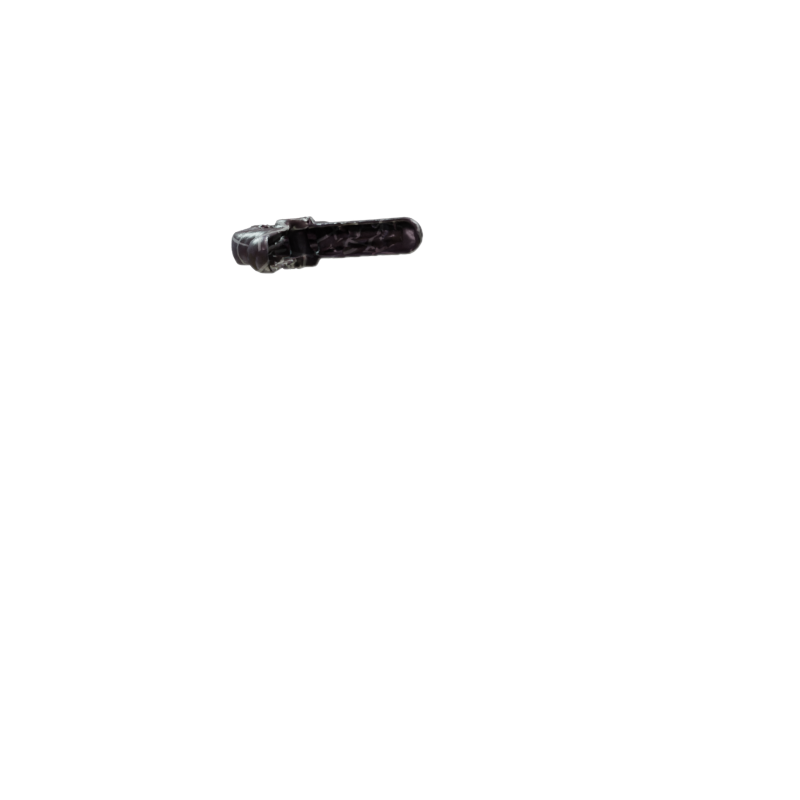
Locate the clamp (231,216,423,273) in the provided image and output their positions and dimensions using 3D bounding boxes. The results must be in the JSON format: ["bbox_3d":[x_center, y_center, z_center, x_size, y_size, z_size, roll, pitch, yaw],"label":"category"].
[{"bbox_3d":[-0.061,-0.111,0.780,0.118,0.038,0.178,-3,12,-16],"label":"clamp"}]
